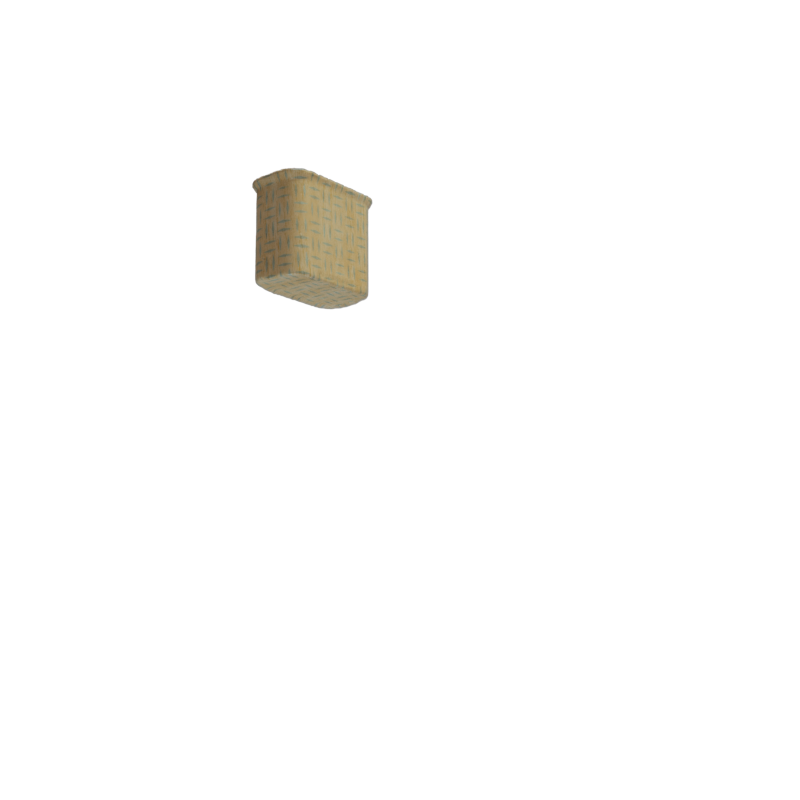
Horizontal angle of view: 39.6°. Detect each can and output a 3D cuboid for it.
[{"bbox_3d":[-0.068,-0.124,0.866,0.058,0.087,0.096,-15,-21,38],"label":"can"}]
